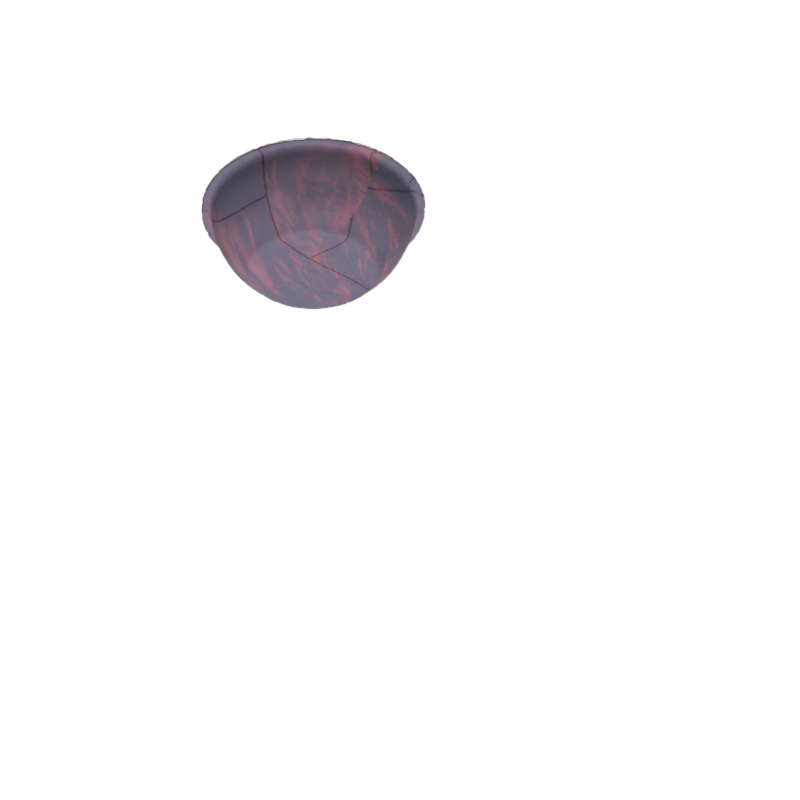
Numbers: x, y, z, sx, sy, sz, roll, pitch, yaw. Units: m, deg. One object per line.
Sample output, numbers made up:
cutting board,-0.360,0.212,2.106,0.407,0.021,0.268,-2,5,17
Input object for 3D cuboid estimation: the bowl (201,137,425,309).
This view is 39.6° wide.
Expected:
bowl,-0.061,-0.112,0.784,0.162,0.059,0.152,1,-32,-2
